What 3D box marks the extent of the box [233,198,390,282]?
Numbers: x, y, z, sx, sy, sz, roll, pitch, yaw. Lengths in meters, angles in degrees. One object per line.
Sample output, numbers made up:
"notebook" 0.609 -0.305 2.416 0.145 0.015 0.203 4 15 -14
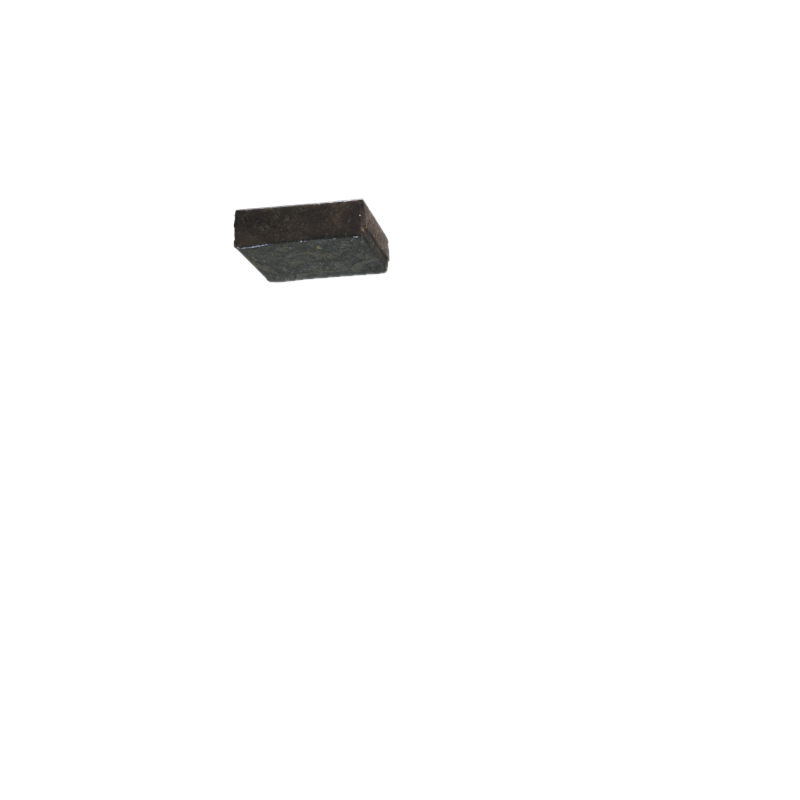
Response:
"box" -0.073 -0.134 0.936 0.115 0.041 0.085 -4 -17 14
